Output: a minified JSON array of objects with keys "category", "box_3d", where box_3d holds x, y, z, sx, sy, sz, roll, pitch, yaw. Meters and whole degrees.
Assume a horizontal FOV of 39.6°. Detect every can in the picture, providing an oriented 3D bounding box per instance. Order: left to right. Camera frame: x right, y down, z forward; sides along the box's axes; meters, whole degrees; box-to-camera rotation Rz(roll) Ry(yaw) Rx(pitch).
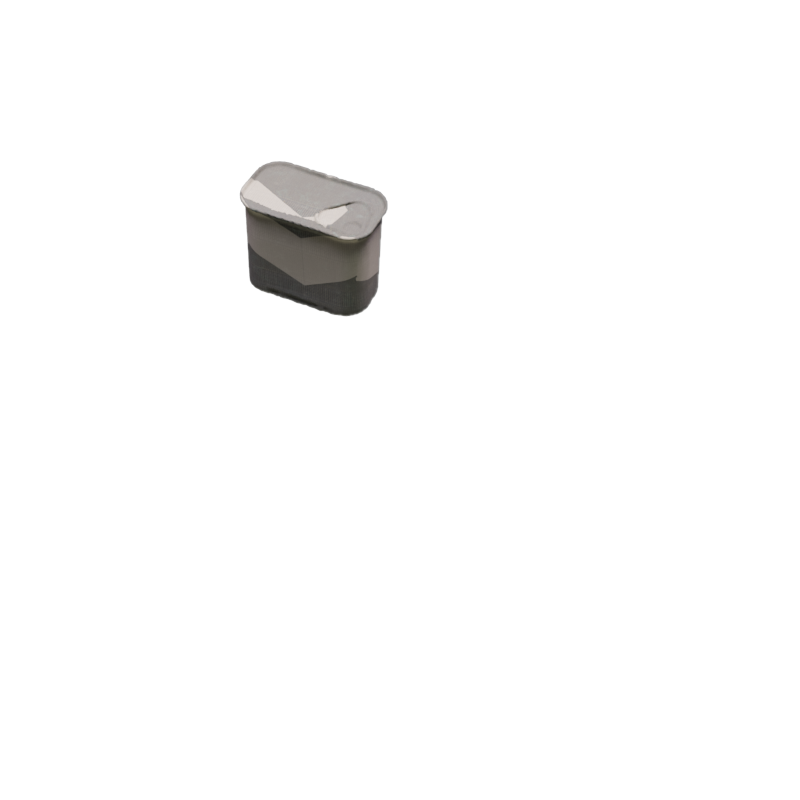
[{"category":"can","box_3d":[-0.063,-0.115,0.803,0.105,0.078,0.060,20,49,16]}]
